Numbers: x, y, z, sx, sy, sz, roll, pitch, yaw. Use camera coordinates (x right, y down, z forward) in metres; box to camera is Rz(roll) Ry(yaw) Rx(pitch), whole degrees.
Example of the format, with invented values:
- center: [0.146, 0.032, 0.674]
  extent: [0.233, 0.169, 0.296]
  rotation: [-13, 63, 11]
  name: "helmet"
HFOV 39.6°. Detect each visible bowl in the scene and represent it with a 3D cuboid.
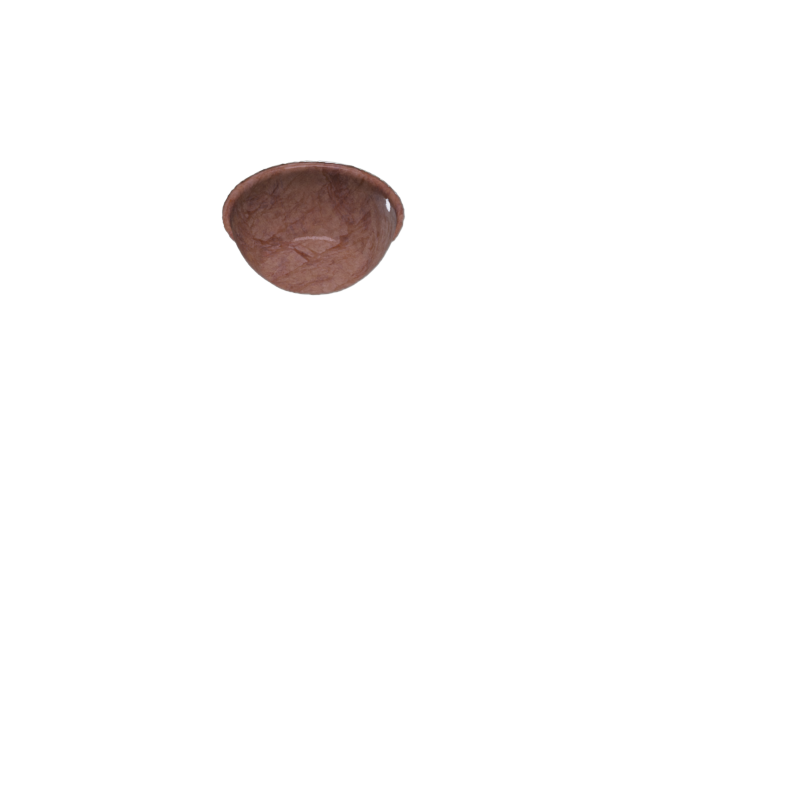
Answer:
- center: [-0.076, -0.138, 0.966]
  extent: [0.162, 0.059, 0.152]
  rotation: [1, -29, -2]
  name: "bowl"
